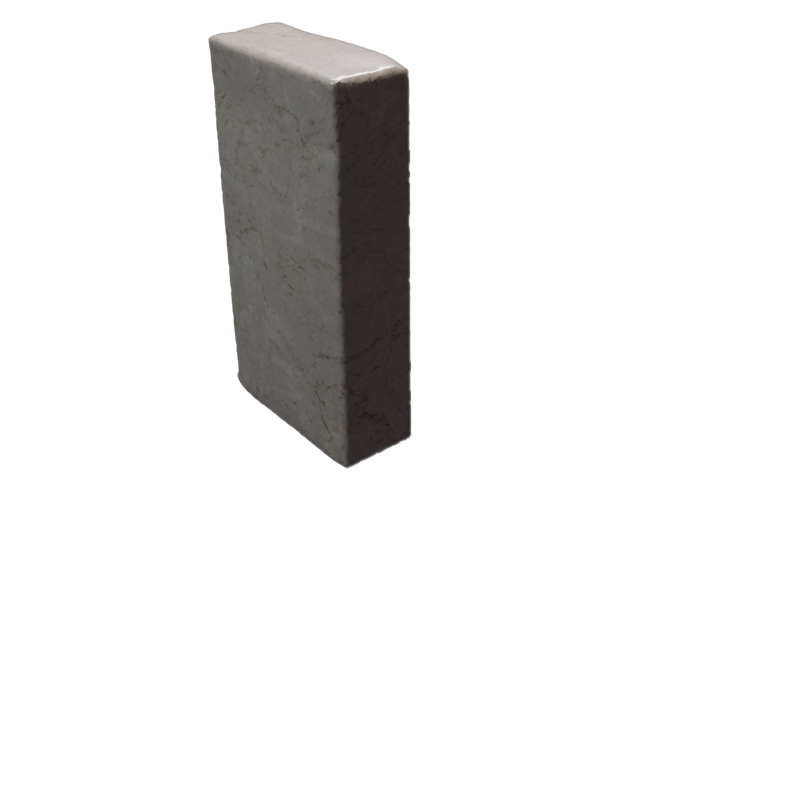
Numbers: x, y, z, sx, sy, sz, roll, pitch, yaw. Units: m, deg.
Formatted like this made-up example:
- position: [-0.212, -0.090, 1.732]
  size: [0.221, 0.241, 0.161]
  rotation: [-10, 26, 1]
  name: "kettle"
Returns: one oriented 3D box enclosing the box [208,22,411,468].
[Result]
- position: [-0.038, -0.070, 0.488]
  size: [0.047, 0.167, 0.100]
  rotation: [-18, 33, -34]
  name: "box"
